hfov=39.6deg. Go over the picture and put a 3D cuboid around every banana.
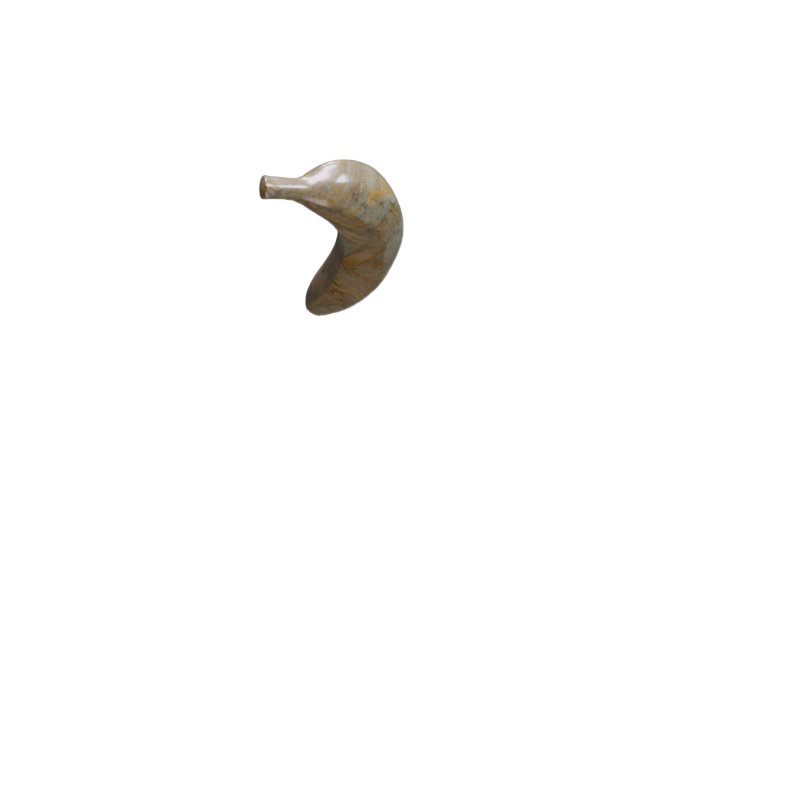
[{"bbox_3d":[-0.032,-0.094,0.638,0.070,0.038,0.188,-2,-17,4],"label":"banana"}]
